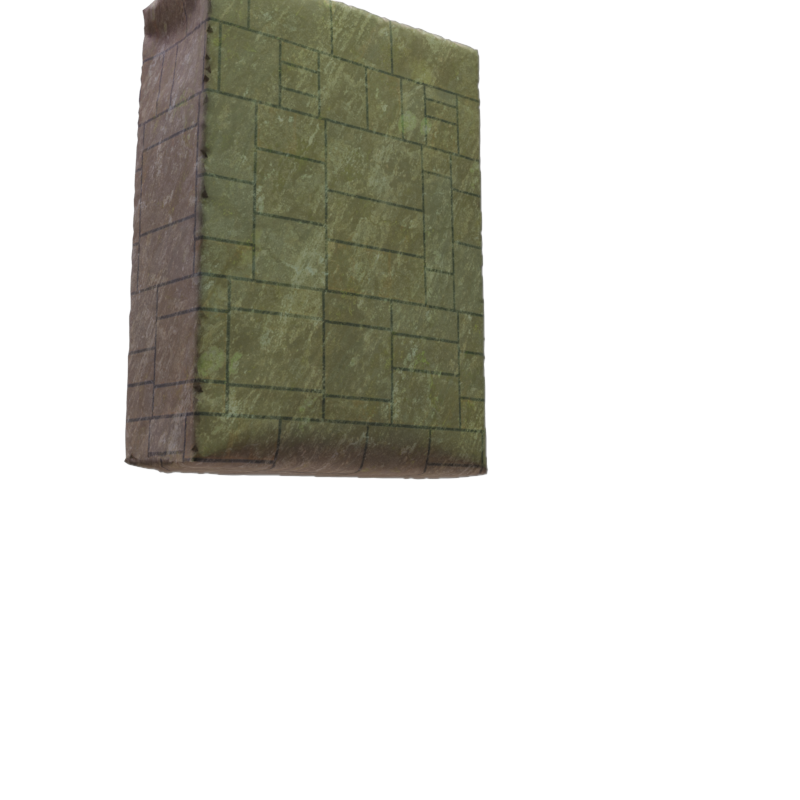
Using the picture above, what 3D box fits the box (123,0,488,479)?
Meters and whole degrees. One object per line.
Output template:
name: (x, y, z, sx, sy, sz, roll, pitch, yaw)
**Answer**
box: (-0.040, -0.074, 0.516, 0.156, 0.220, 0.073, 8, -15, -38)
